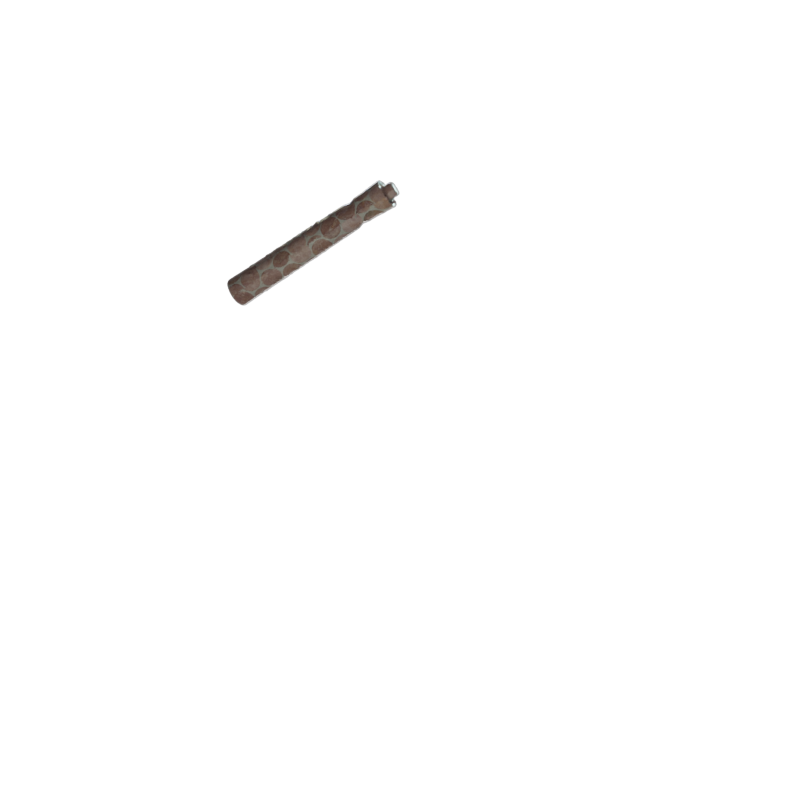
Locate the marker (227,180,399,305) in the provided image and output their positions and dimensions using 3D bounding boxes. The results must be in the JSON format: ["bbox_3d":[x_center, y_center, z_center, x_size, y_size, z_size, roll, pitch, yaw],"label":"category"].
[{"bbox_3d":[-0.052,-0.095,0.667,0.120,0.020,0.019,-31,-7,19],"label":"marker"}]
